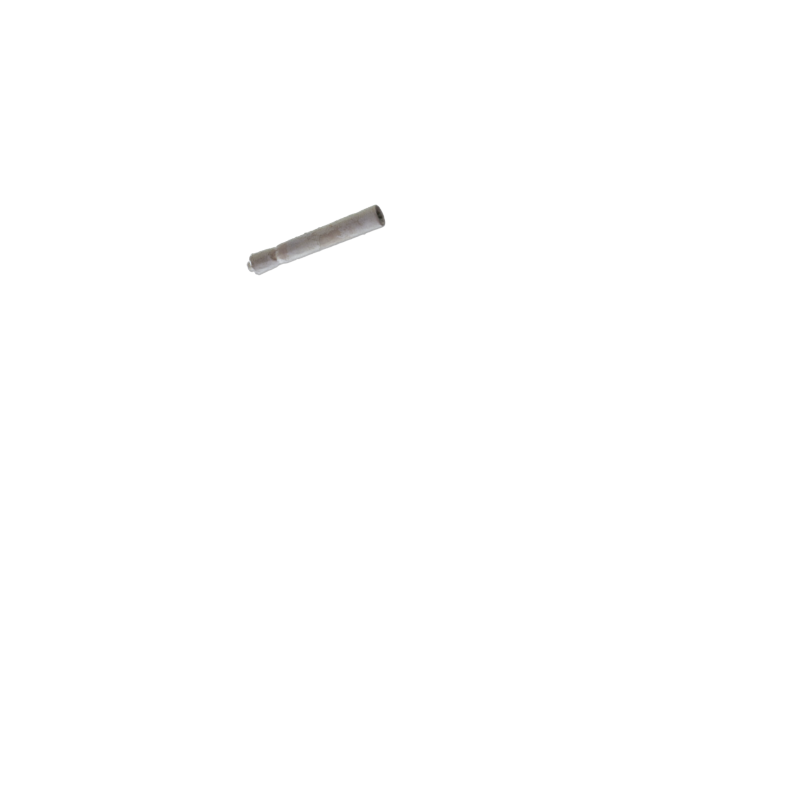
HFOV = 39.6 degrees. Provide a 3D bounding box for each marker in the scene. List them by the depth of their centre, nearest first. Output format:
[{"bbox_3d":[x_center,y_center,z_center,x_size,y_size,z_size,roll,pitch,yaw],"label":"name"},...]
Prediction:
[{"bbox_3d":[-0.070,-0.127,0.891,0.122,0.020,0.019,-18,-3,20],"label":"marker"}]
